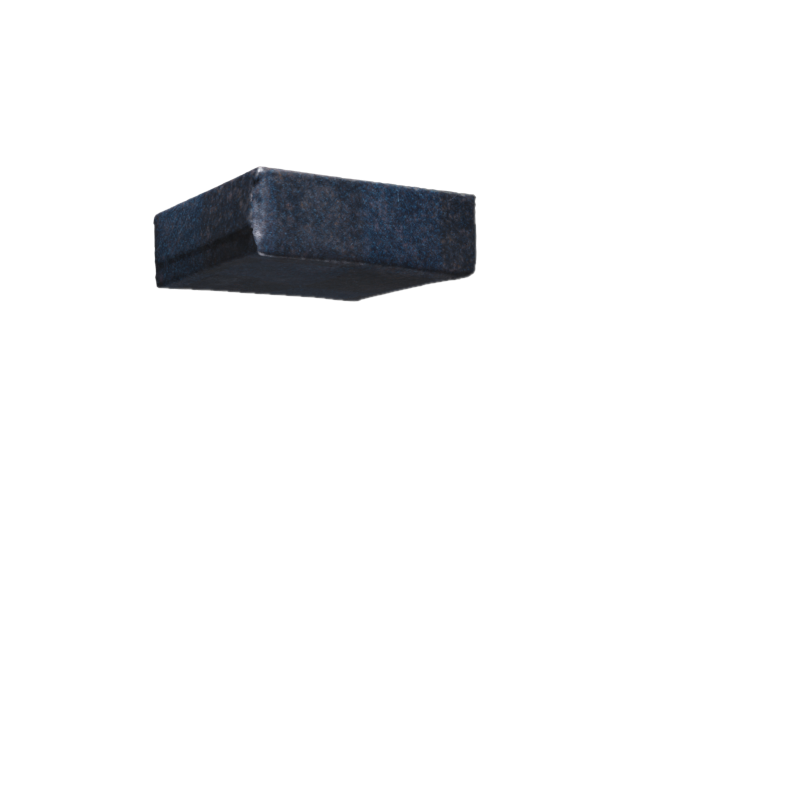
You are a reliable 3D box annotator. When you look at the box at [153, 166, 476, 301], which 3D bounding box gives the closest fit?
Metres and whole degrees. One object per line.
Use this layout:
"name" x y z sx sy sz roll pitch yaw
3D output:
"box" -0.037 -0.068 0.477 0.109 0.040 0.092 3 -6 -36
